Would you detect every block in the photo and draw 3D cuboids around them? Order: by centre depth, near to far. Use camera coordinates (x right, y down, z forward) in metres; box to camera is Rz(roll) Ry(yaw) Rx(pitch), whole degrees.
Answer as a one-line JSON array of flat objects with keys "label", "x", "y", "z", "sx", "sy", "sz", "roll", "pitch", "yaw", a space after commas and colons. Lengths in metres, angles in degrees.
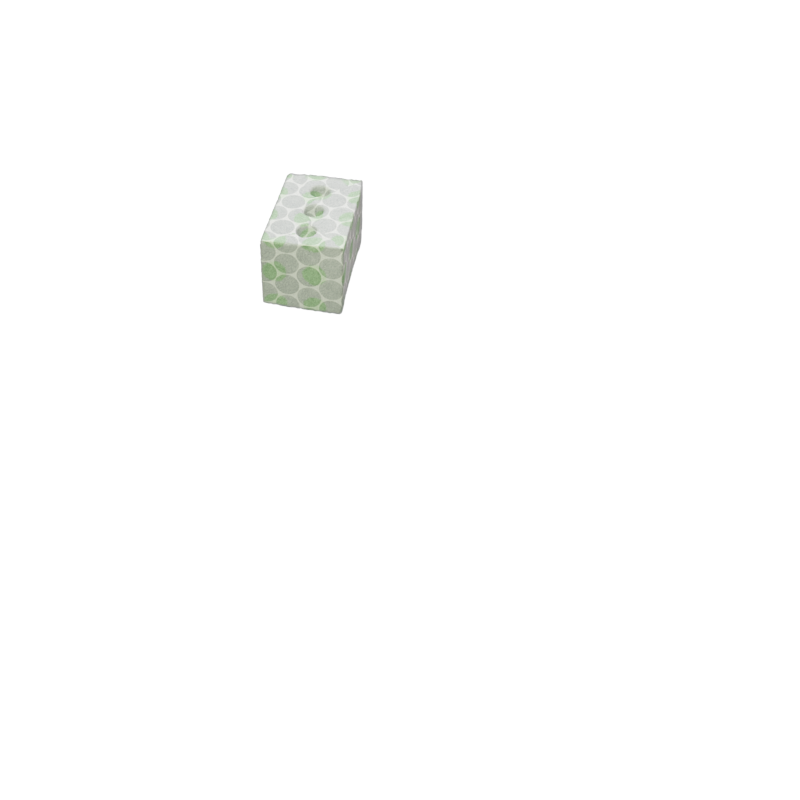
[{"label": "block", "x": -0.056, "y": -0.102, "z": 0.711, "sx": 0.053, "sy": 0.048, "sz": 0.083, "roll": 6, "pitch": 42, "yaw": 5}]
